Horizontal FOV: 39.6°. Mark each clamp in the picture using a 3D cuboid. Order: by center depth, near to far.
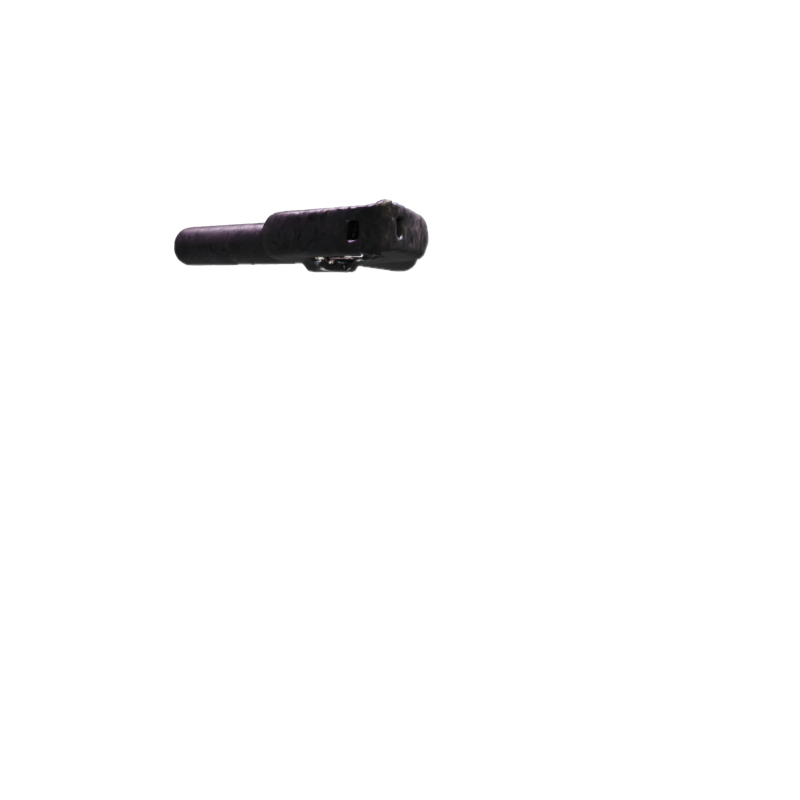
[{"bbox_3d":[-0.051,-0.094,0.656,0.163,0.036,0.212,-1,4,-9],"label":"clamp"}]
